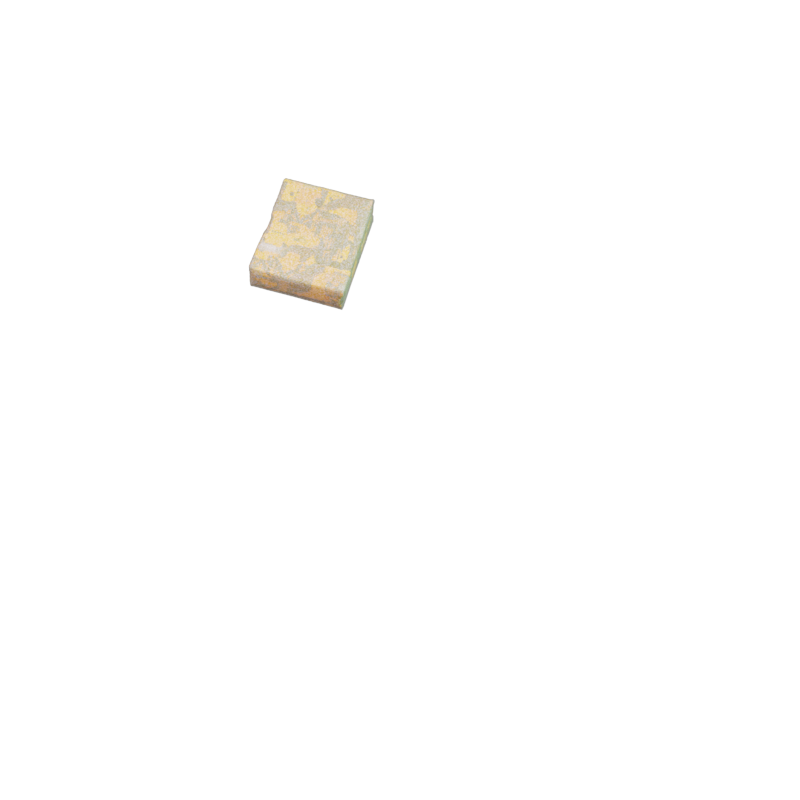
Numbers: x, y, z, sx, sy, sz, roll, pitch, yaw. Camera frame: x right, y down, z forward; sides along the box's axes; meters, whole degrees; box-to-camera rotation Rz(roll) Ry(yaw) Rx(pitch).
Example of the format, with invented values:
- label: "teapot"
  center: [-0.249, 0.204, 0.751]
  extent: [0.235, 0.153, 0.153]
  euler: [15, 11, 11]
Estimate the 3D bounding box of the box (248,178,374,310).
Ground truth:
- label: "box"
  center: [-0.065, -0.119, 0.832]
  extent: [0.074, 0.094, 0.028]
  euler: [14, -30, 8]
